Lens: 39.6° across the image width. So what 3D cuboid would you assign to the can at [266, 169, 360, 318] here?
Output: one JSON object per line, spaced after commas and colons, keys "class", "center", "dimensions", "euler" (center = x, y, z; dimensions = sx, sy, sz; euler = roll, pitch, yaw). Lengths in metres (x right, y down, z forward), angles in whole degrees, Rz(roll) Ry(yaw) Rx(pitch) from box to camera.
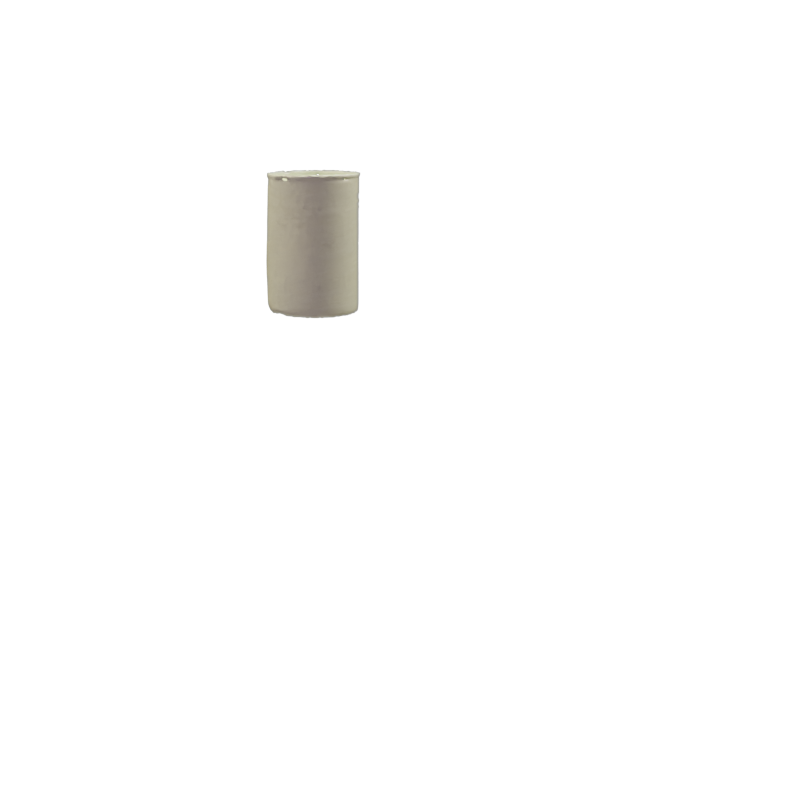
{"class": "can", "center": [-0.064, -0.116, 0.812], "dimensions": [0.068, 0.100, 0.070], "euler": [0, 9, -2]}
